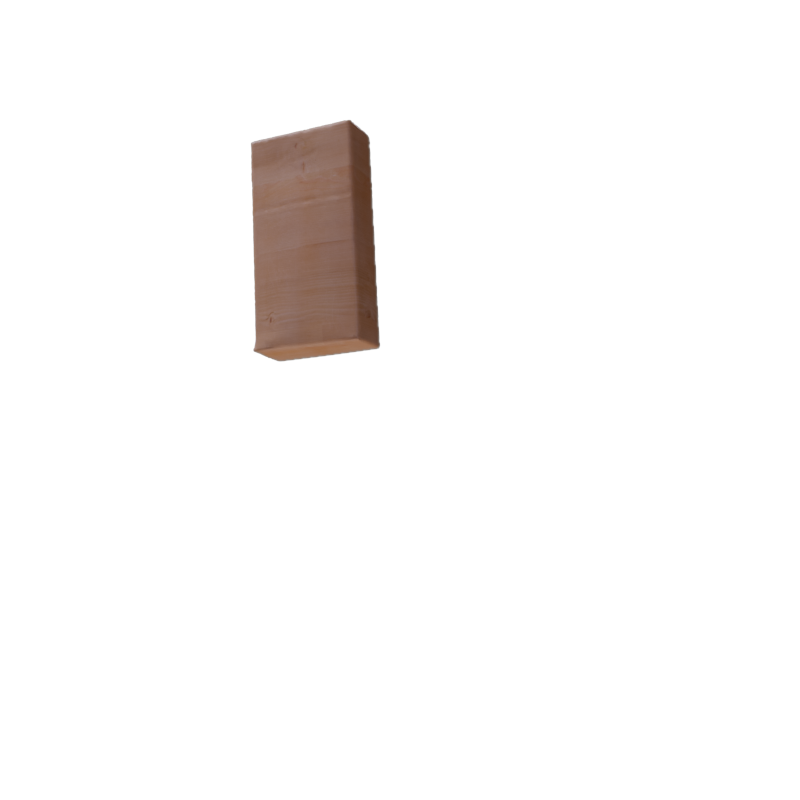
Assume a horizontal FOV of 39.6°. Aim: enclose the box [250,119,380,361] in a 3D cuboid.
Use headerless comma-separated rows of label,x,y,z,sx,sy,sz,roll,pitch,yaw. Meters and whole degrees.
box,-0.068,-0.124,0.870,0.095,0.184,0.045,-9,-19,24
